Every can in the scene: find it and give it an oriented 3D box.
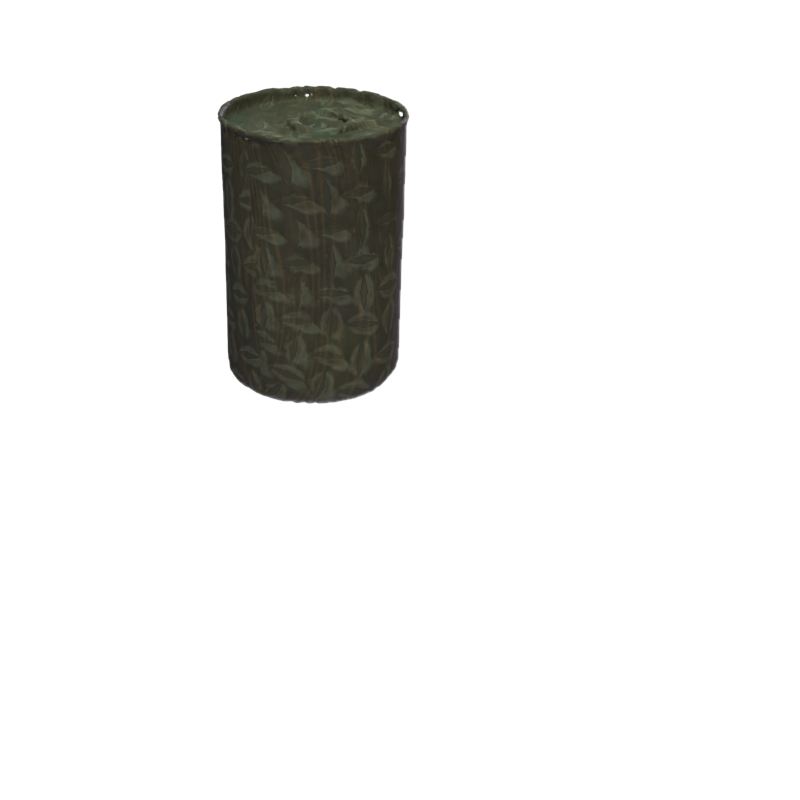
[{"bbox_3d":[-0.032,-0.059,0.414,0.068,0.097,0.072,0,26,-2],"label":"can"}]
